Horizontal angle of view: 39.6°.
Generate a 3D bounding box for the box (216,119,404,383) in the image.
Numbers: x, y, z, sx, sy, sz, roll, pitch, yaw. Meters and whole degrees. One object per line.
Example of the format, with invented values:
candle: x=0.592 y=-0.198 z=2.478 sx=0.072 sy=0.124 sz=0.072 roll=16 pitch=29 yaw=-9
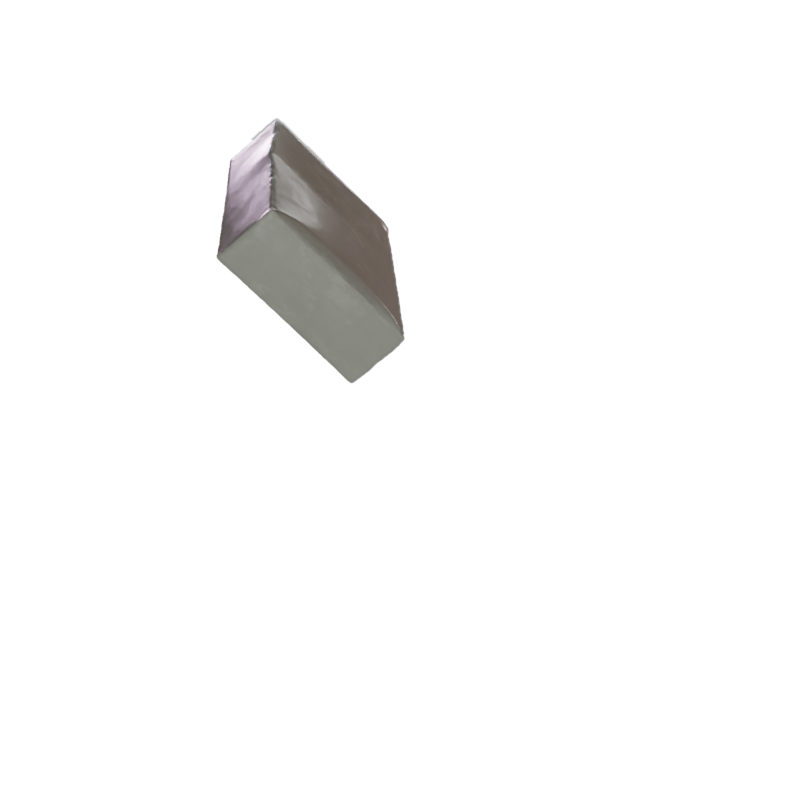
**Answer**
box: x=-0.077 y=-0.140 z=0.979 sx=0.071 sy=0.156 sz=0.227 roll=-39 pitch=25 yaw=19
